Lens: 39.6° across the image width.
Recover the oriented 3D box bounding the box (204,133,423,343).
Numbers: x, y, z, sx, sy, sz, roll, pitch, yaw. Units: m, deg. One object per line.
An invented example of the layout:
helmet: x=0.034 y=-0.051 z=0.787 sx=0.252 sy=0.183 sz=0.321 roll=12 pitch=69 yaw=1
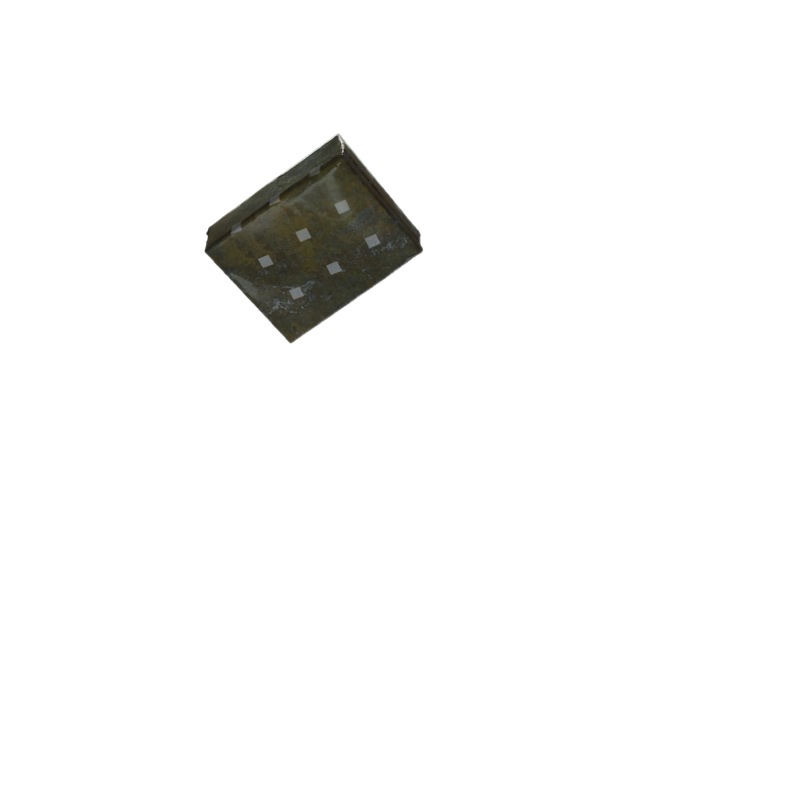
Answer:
box: x=-0.056 y=-0.103 z=0.717 sx=0.113 sy=0.085 sz=0.041 roll=-33 pitch=26 yaw=17
